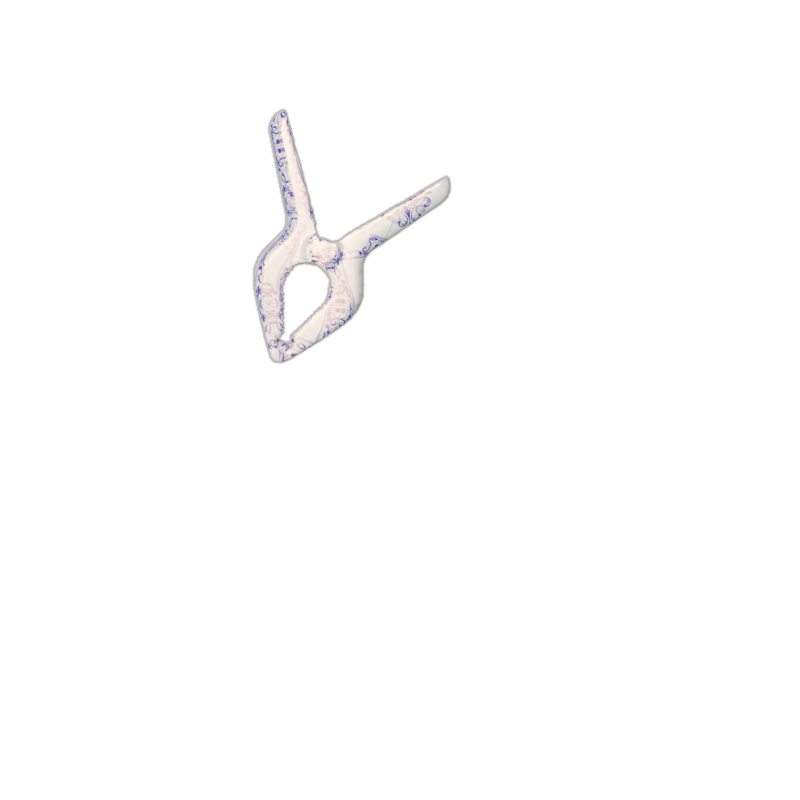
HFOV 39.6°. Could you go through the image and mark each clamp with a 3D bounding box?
[{"bbox_3d":[-0.074,-0.136,0.949,0.165,0.211,0.036,29,-5,2],"label":"clamp"}]
